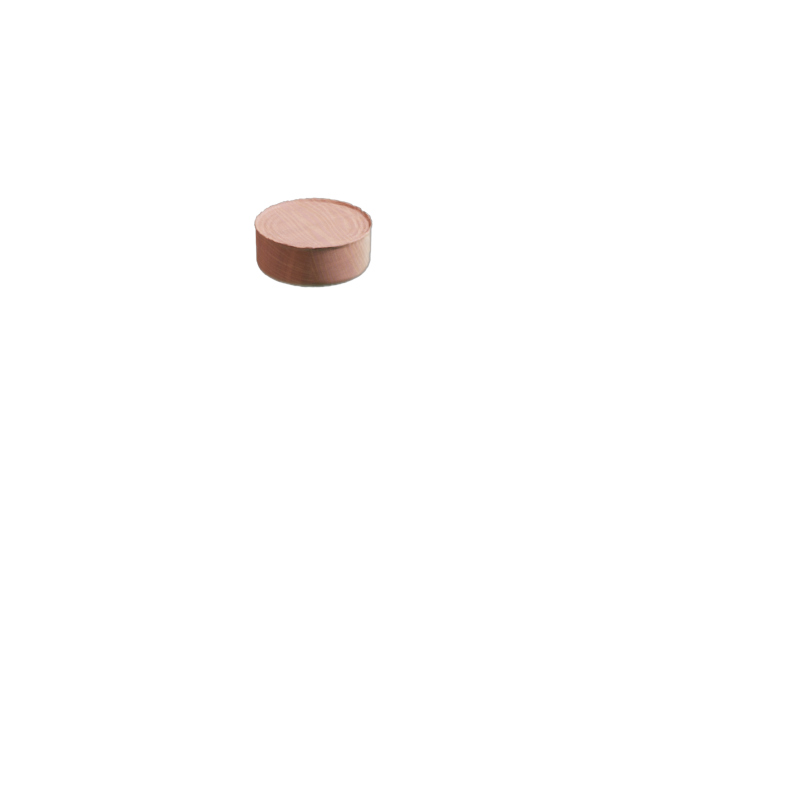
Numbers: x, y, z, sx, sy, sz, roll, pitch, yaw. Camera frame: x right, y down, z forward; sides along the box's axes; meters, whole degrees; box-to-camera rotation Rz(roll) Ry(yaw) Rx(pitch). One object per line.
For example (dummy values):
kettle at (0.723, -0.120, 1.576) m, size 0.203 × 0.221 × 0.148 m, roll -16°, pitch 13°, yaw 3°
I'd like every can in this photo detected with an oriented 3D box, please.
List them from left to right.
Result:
can at (-0.063, -0.116, 0.810) m, size 0.086 × 0.032 × 0.091 m, roll -1°, pitch 31°, yaw -2°
